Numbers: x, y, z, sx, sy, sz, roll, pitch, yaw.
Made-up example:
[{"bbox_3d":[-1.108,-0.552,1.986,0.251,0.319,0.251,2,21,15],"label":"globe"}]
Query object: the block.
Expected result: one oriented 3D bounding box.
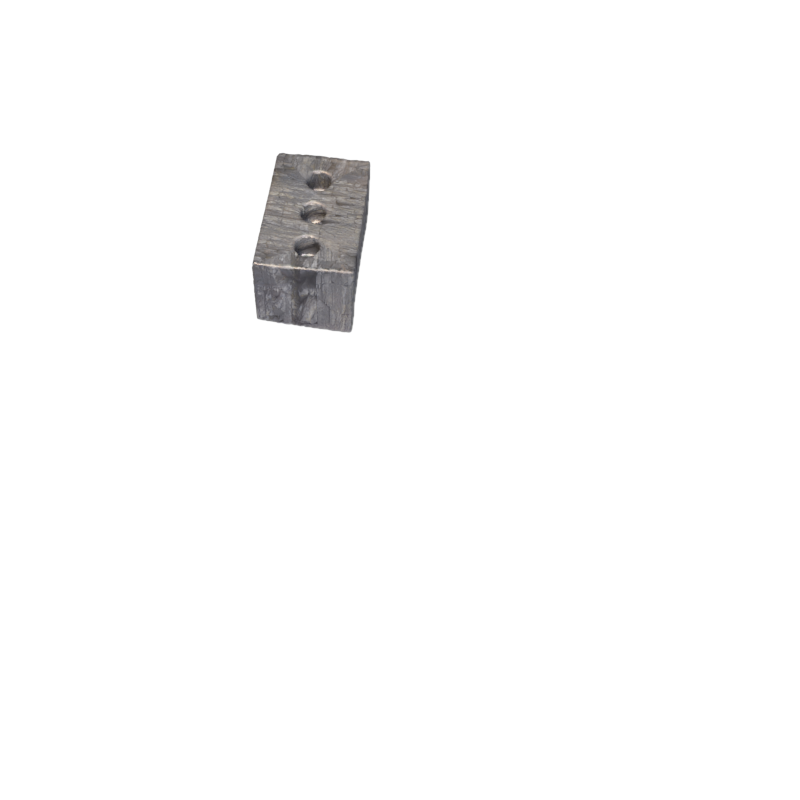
[{"bbox_3d":[-0.046,-0.084,0.590,0.053,0.083,0.048,6,-34,2],"label":"block"}]
